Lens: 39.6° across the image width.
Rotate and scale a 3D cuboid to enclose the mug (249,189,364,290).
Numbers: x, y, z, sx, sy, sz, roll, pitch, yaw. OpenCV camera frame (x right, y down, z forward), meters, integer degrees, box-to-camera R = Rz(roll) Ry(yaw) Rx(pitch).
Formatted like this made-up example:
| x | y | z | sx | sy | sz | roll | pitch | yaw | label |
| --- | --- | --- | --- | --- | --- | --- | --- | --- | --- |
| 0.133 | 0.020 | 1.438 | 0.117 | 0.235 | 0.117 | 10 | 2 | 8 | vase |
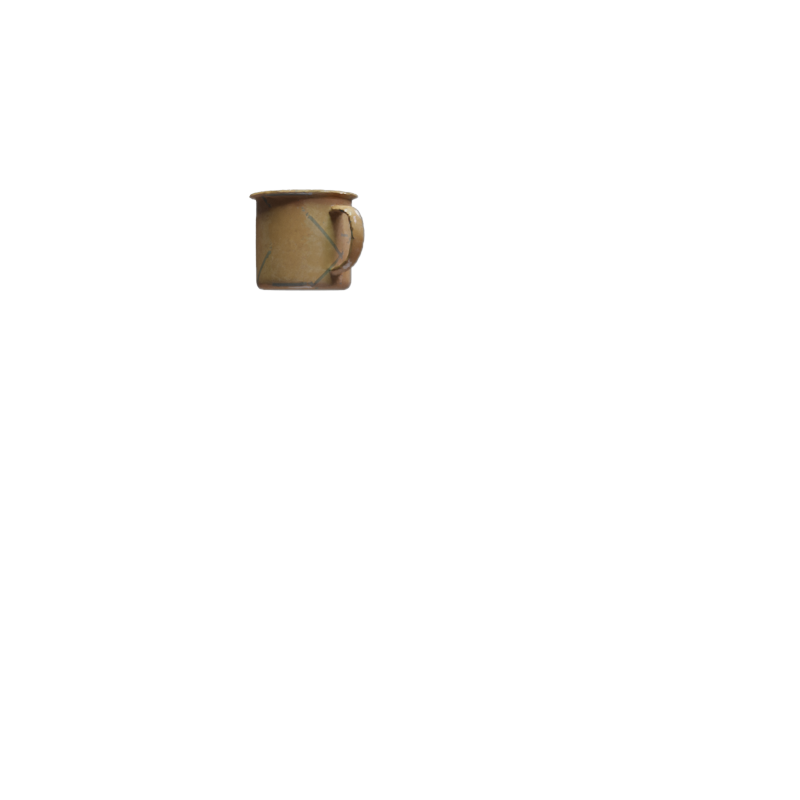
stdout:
| x | y | z | sx | sy | sz | roll | pitch | yaw | label |
| --- | --- | --- | --- | --- | --- | --- | --- | --- | --- |
| -0.073 | -0.134 | 0.937 | 0.122 | 0.082 | 0.089 | 2 | 2 | 44 | mug |
